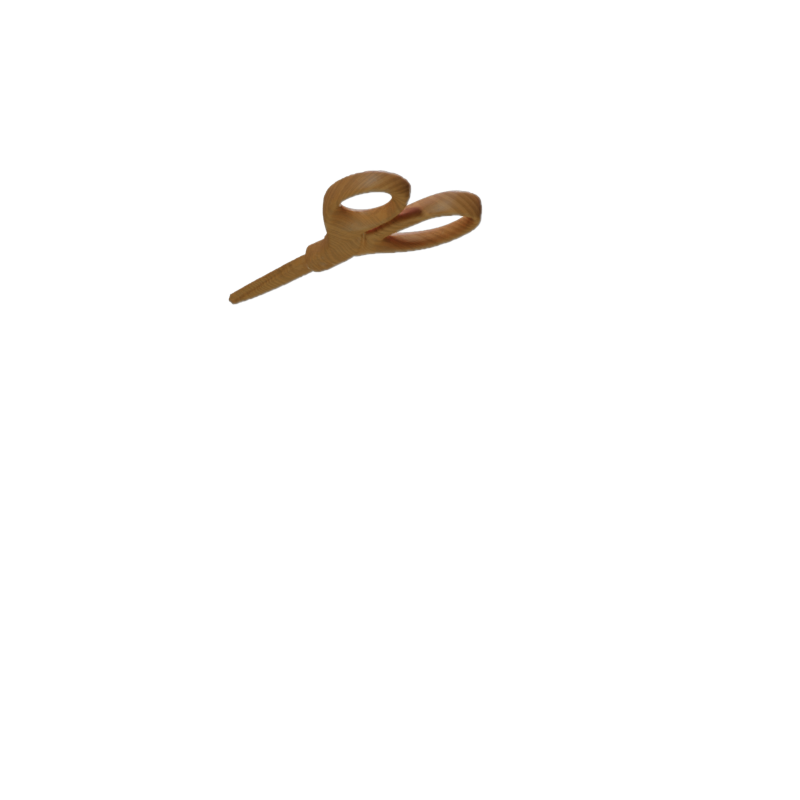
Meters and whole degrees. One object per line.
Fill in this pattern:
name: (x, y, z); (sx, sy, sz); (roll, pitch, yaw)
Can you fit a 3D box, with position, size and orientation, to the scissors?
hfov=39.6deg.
scissors: (-0.051, -0.092, 0.646); (0.205, 0.017, 0.090); (-11, -21, 32)
